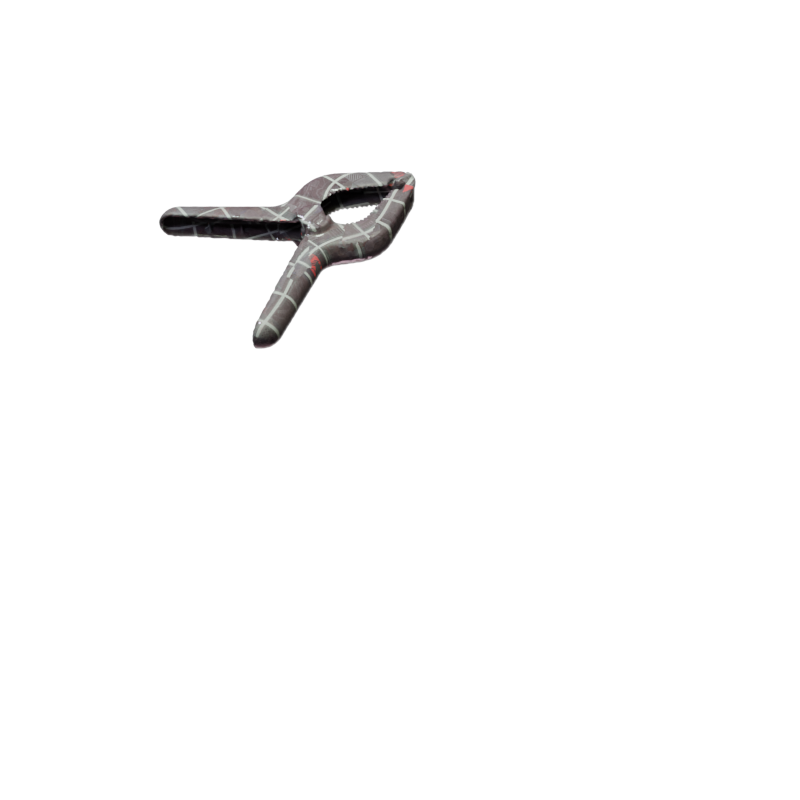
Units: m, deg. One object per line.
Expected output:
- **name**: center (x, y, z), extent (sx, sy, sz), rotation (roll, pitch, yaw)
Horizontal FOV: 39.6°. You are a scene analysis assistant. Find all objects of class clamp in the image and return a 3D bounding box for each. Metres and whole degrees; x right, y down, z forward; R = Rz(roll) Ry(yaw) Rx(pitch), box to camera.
- **clamp**: center (-0.070, -0.128, 0.898), extent (0.208, 0.178, 0.034), rotation (-21, -38, -18)
